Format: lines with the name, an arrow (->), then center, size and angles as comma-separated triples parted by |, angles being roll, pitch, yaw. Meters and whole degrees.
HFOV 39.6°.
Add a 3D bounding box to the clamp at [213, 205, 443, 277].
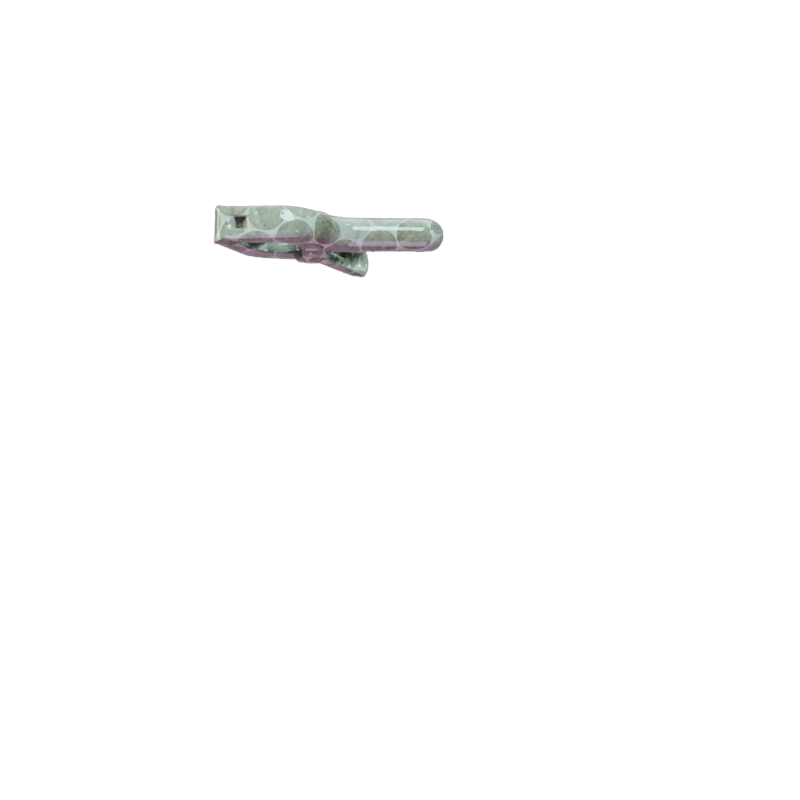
clamp -> -0.067, -0.122, 0.855 | 0.166, 0.041, 0.119 | 6, -15, -21
